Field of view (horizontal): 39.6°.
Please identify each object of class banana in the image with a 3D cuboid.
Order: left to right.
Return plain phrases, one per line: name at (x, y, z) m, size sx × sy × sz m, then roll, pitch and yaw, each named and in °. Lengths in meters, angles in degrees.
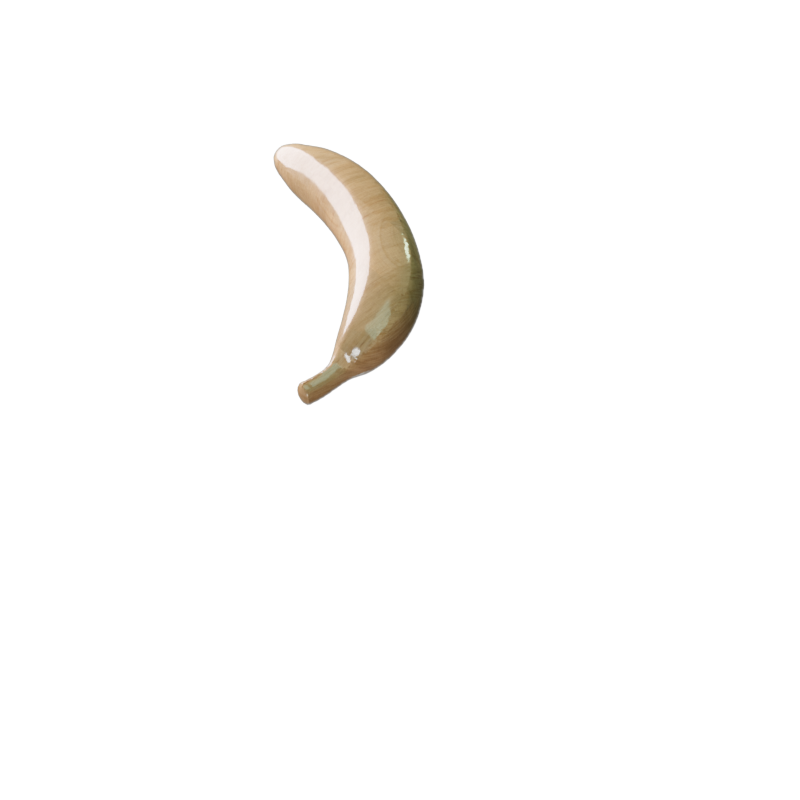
banana at (-0.027, -0.081, 0.578) m, size 0.069 × 0.034 × 0.213 m, roll -5°, pitch 43°, yaw -6°
